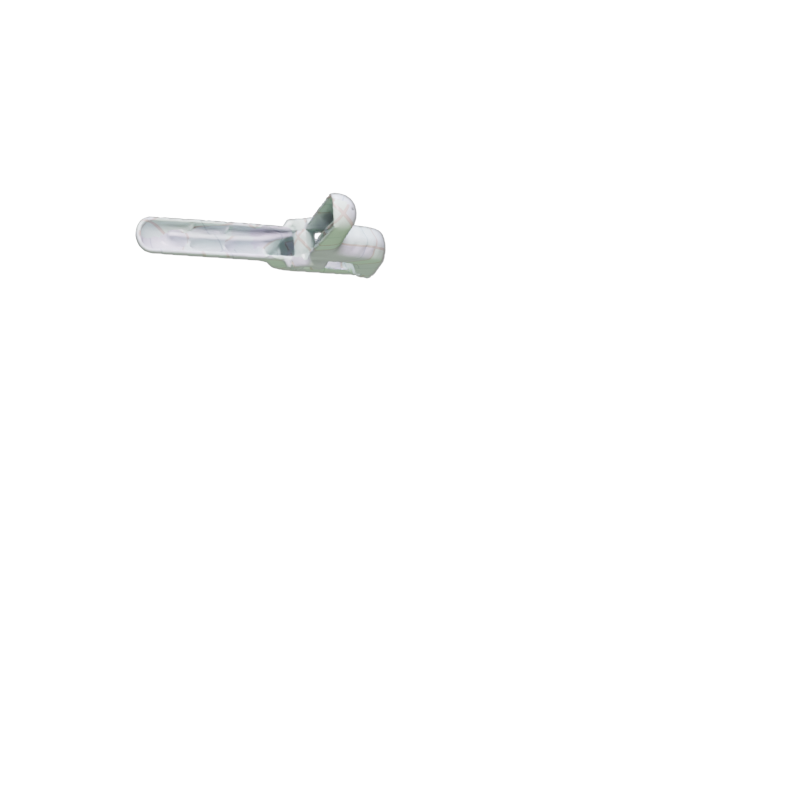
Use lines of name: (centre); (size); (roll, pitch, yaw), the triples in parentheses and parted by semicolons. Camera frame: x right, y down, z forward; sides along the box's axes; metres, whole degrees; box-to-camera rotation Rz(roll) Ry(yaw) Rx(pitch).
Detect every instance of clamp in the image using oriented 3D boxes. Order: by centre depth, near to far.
clamp: (-0.063, -0.115, 0.802); (0.170, 0.037, 0.201); (-1, -2, 33)
